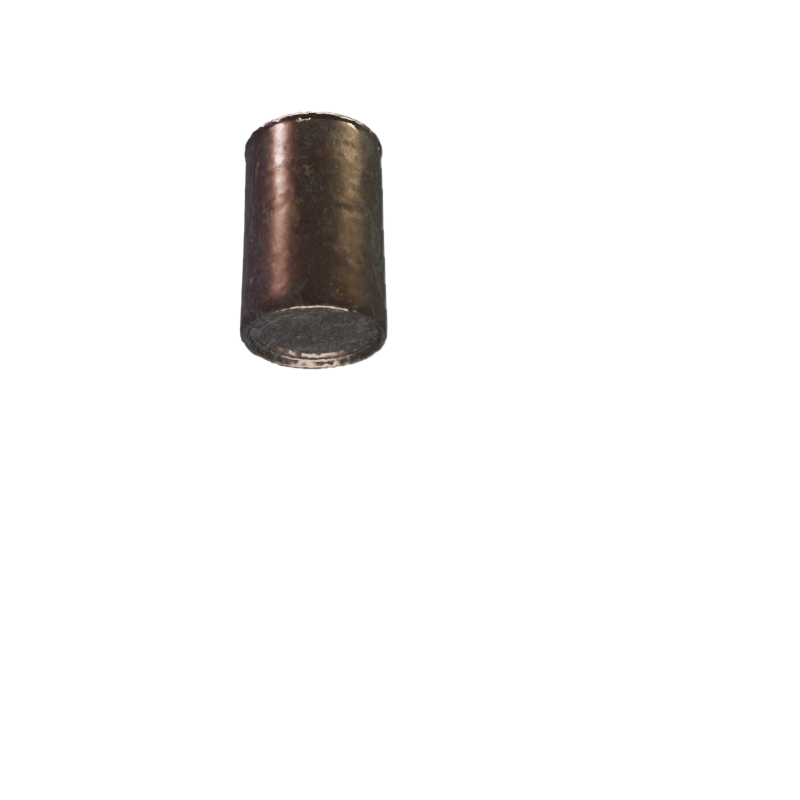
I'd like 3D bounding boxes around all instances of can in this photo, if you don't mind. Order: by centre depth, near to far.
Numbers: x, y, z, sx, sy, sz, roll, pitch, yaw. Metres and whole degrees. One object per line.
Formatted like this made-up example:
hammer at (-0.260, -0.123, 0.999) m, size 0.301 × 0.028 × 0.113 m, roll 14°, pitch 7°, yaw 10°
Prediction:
can at (-0.041, -0.074, 0.519) m, size 0.068 × 0.109 × 0.065 m, roll 0°, pitch -27°, yaw -2°
